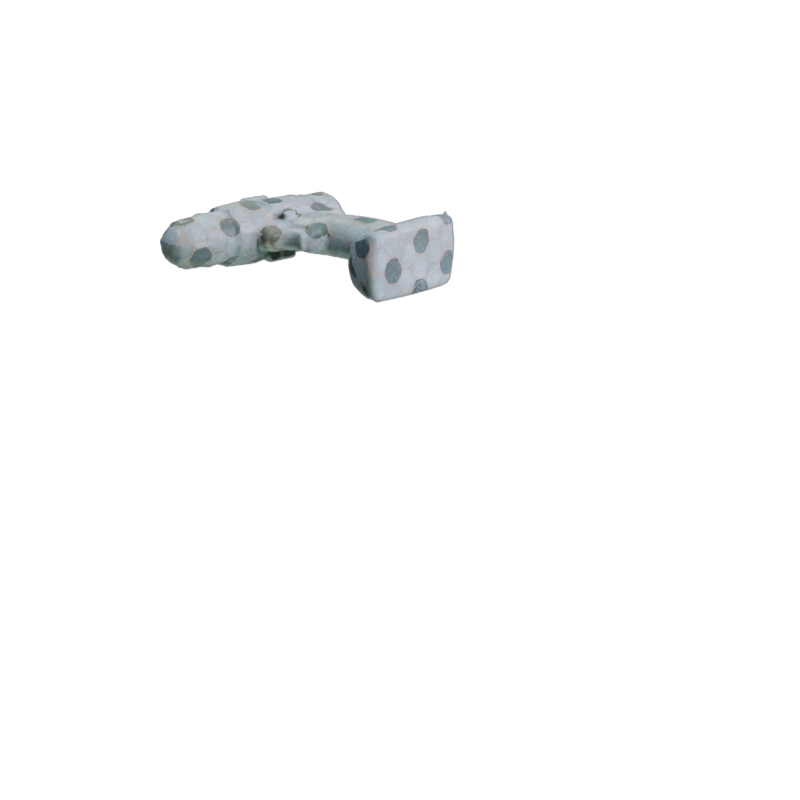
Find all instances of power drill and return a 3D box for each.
[{"bbox_3d":[-0.068,-0.124,0.866,0.198,0.055,0.182,18,28,39],"label":"power drill"}]
